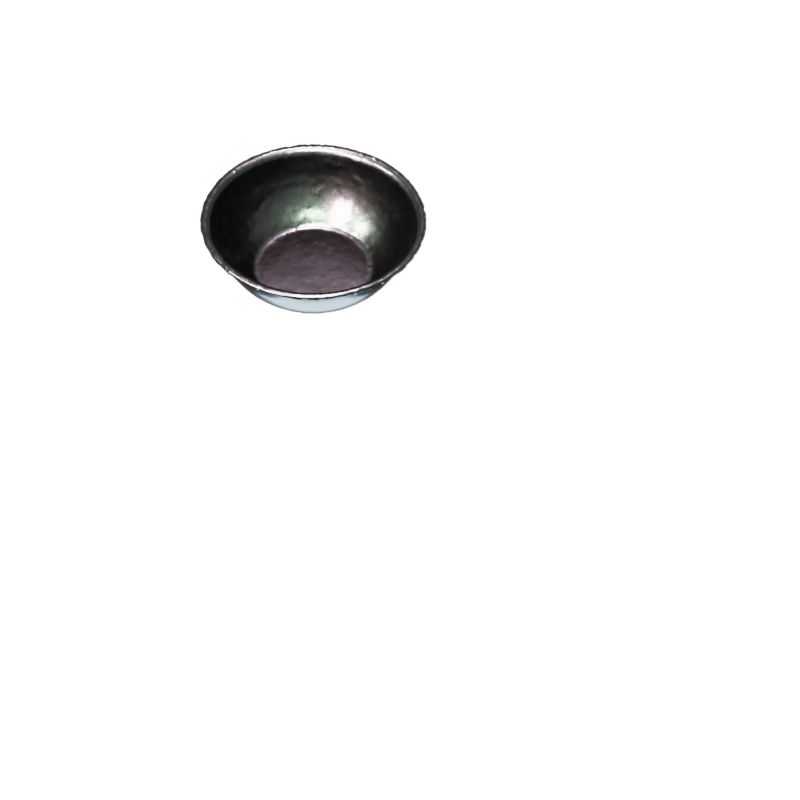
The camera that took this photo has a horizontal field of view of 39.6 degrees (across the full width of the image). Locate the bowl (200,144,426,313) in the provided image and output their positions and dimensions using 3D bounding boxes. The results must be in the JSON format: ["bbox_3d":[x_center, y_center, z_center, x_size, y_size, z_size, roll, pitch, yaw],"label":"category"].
[{"bbox_3d":[-0.063,-0.116,0.810,0.162,0.174,0.051,-1,-42,-1],"label":"bowl"}]
